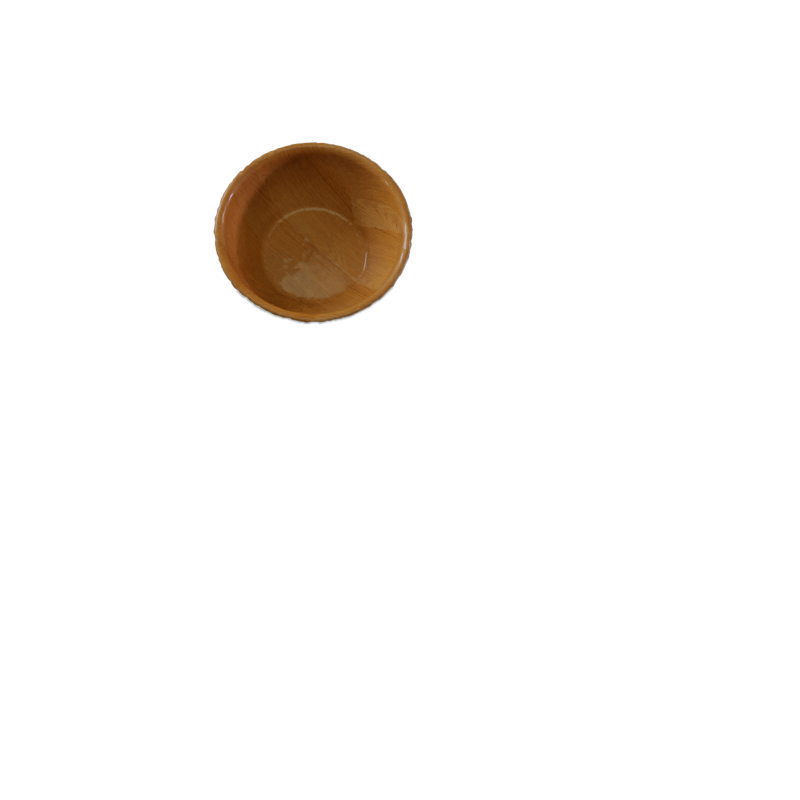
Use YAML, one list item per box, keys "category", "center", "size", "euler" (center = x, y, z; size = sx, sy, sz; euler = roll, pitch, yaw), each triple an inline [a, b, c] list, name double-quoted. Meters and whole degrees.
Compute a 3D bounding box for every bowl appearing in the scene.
- category: "bowl"
  center: [-0.072, -0.132, 0.924]
  size: [0.162, 0.171, 0.052]
  euler: [-1, -22, -1]
